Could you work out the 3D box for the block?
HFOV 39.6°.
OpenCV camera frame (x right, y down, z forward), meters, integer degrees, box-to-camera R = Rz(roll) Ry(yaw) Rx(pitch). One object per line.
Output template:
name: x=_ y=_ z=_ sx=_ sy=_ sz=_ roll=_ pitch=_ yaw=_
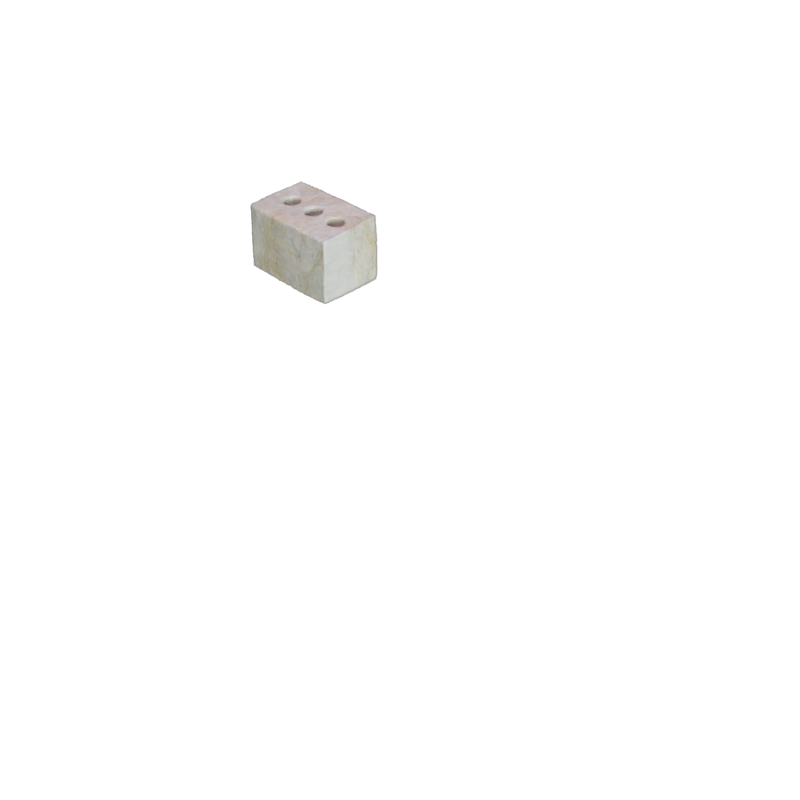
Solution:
block: x=-0.061 y=-0.112 z=0.782 sx=0.083 sy=0.048 sz=0.053 roll=29 pitch=43 yaw=35
